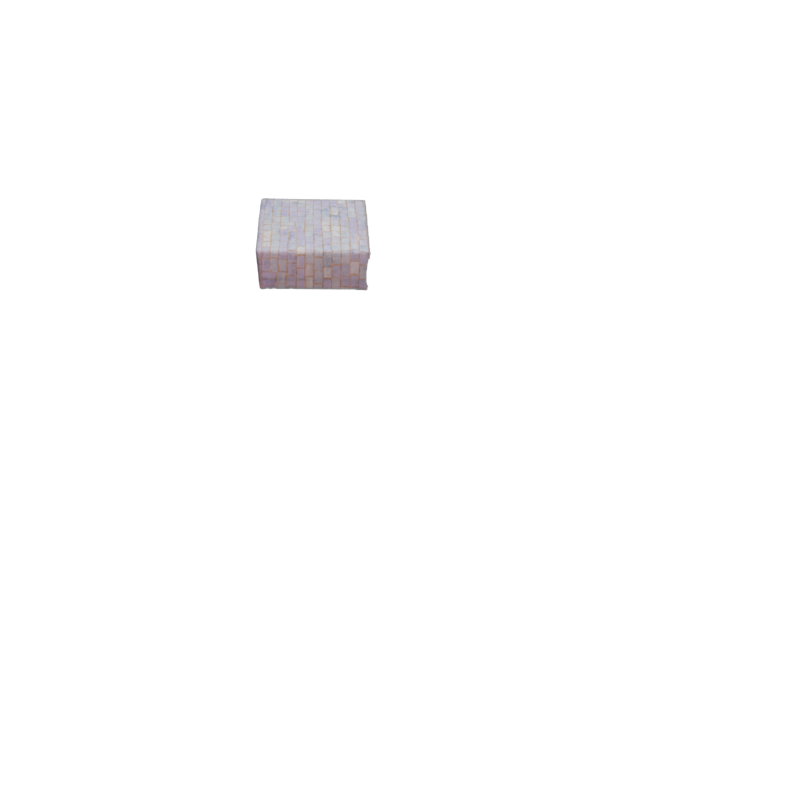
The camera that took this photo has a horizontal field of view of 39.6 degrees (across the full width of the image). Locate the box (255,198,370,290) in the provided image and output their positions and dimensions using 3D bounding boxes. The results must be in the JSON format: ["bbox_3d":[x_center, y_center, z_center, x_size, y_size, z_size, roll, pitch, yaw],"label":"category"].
[{"bbox_3d":[-0.071,-0.130,0.909,0.090,0.037,0.121,-1,32,-2],"label":"box"}]
